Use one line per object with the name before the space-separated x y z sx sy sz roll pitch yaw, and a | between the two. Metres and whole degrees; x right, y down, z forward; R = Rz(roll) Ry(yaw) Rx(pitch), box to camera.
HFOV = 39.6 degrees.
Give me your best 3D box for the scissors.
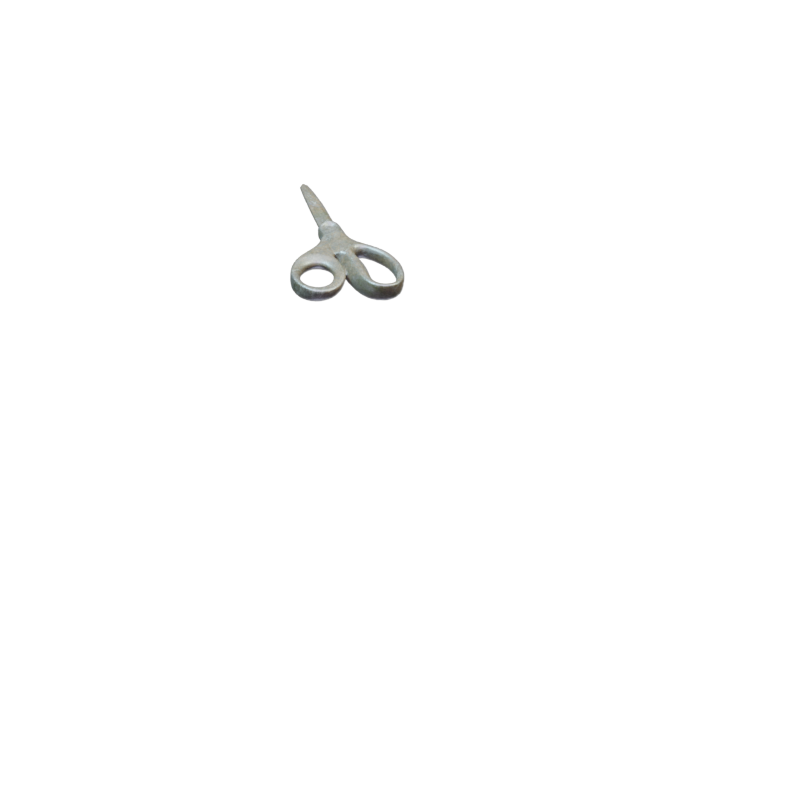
scissors | -0.071 -0.130 0.912 0.095 0.015 0.217 -18 38 -25
